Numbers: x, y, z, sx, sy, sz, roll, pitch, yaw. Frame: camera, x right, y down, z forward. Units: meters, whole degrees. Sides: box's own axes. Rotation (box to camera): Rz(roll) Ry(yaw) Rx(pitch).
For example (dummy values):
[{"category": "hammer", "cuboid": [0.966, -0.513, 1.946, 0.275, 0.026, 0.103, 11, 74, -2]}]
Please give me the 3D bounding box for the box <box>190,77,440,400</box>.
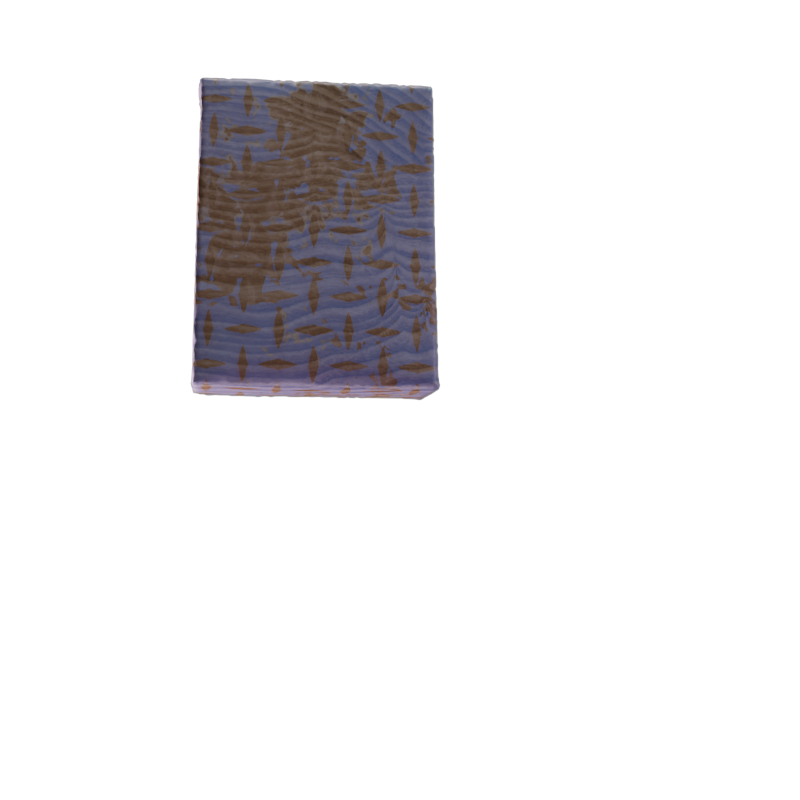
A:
[{"category": "box", "cuboid": [-0.060, -0.110, 0.769, 0.163, 0.221, 0.070, 1, -14, -6]}]
